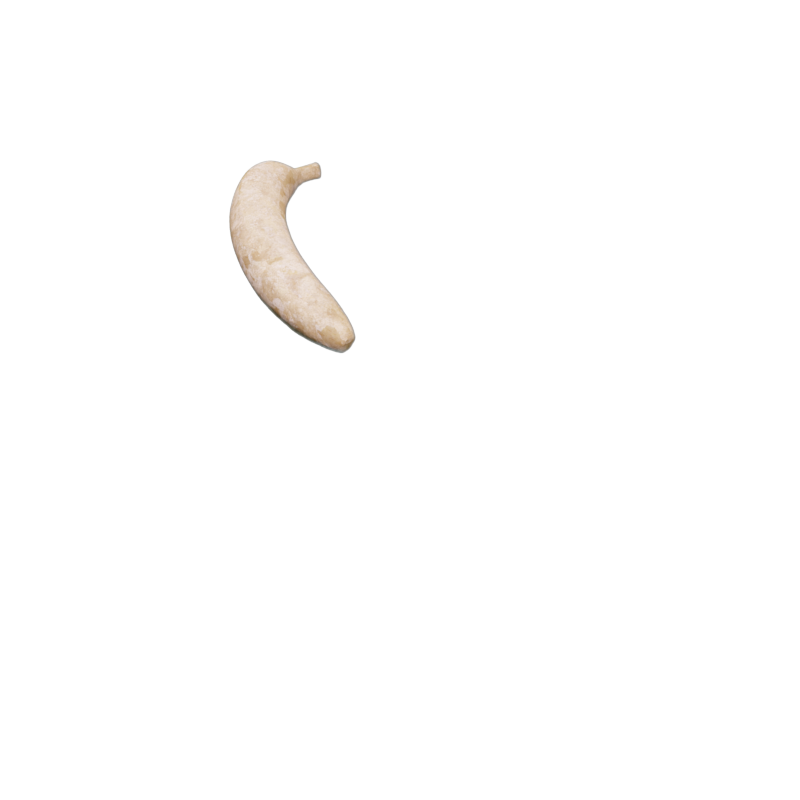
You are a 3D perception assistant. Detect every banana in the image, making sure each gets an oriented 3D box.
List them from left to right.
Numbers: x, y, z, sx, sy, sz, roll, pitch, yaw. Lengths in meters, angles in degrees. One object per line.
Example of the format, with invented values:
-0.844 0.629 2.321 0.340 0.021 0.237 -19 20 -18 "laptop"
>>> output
-0.075 -0.104 0.718 0.069 0.034 0.213 -5 43 -6 "banana"
